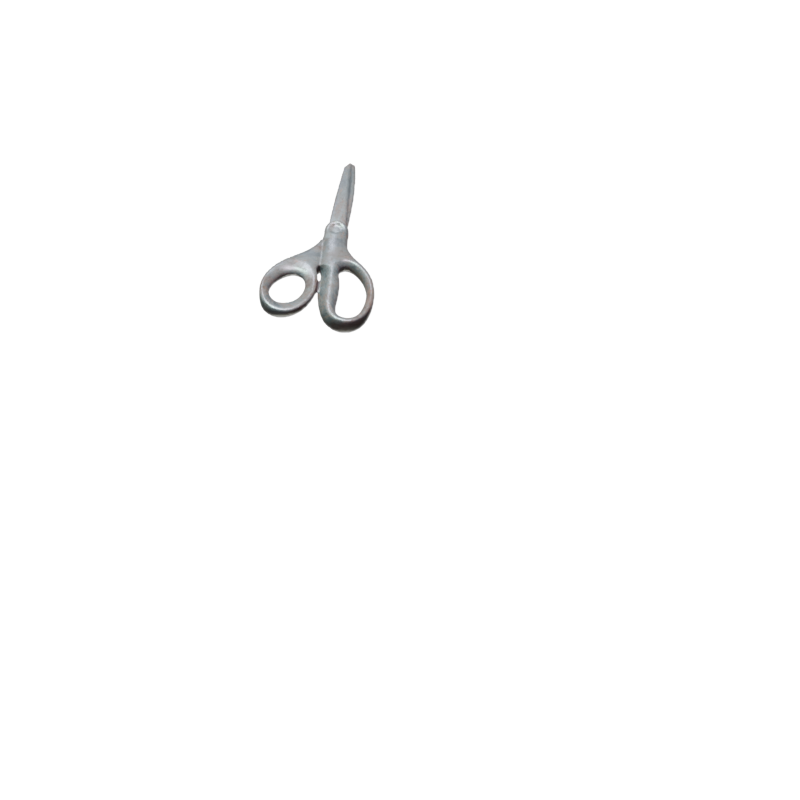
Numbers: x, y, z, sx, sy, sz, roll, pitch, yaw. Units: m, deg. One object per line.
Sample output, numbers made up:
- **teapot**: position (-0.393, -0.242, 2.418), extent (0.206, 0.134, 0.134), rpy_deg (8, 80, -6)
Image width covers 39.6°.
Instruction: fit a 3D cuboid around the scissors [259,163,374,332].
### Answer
- **scissors**: position (-0.070, -0.127, 0.890), extent (0.095, 0.015, 0.218), rpy_deg (-6, 44, -7)
